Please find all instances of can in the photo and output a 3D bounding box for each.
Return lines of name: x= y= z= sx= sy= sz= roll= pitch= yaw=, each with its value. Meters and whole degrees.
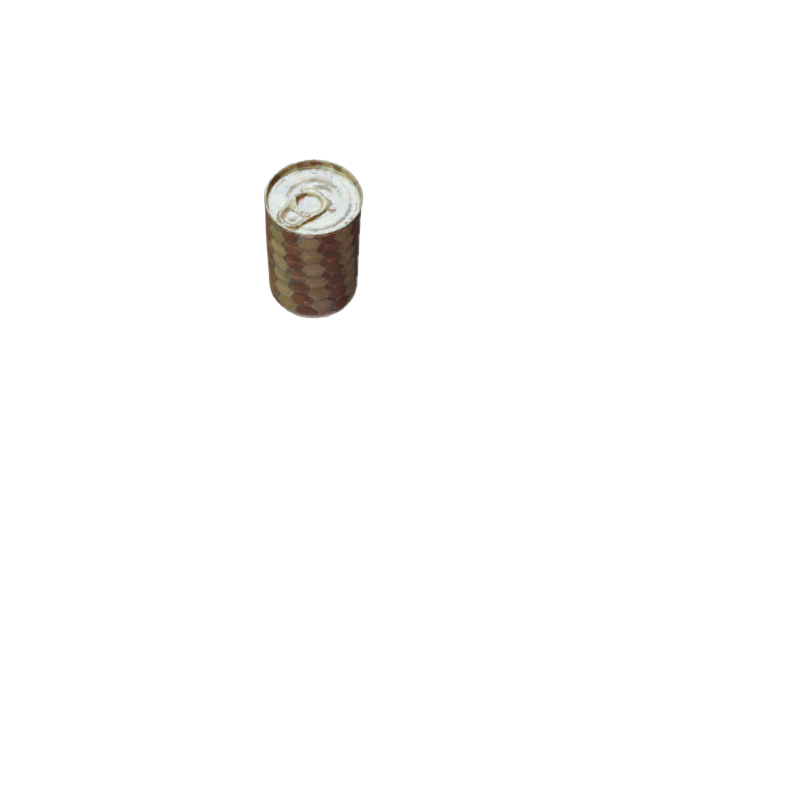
can: x=-0.062 y=-0.114 z=0.795 sx=0.068 sy=0.073 sz=0.096 roll=0 pitch=-34 yaw=-3
